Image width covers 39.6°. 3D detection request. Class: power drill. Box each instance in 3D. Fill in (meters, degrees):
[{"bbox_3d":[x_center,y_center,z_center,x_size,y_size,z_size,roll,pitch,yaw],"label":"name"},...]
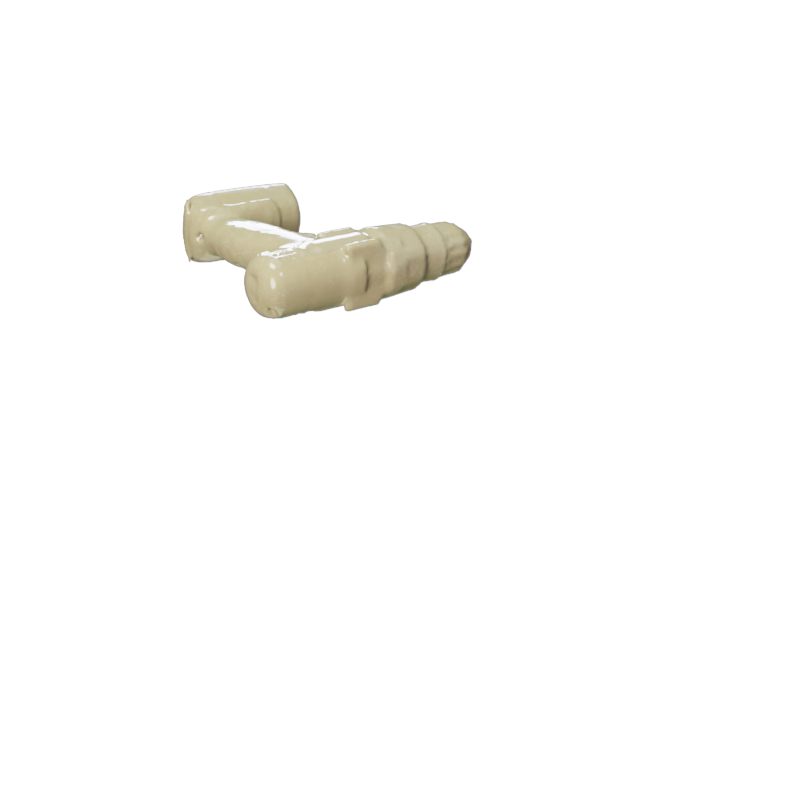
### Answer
[{"bbox_3d":[-0.066,-0.120,0.839,0.180,0.055,0.200,-14,25,-33],"label":"power drill"}]
